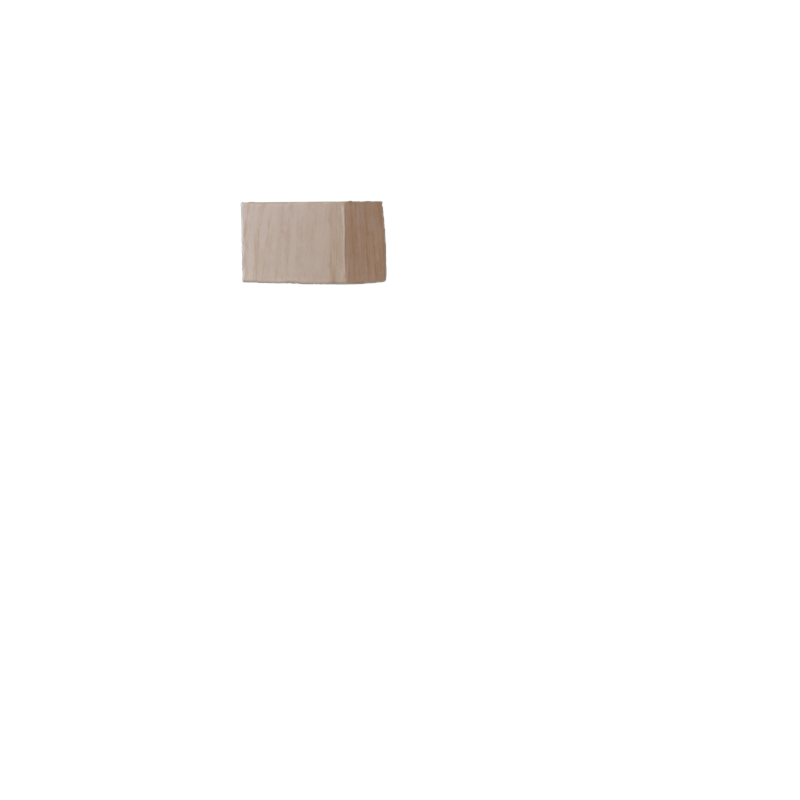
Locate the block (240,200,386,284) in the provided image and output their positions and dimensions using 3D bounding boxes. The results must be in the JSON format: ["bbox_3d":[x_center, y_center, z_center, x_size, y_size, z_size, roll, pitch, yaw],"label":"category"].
[{"bbox_3d":[-0.054,-0.099,0.694,0.081,0.051,0.051,3,6,27],"label":"block"}]
